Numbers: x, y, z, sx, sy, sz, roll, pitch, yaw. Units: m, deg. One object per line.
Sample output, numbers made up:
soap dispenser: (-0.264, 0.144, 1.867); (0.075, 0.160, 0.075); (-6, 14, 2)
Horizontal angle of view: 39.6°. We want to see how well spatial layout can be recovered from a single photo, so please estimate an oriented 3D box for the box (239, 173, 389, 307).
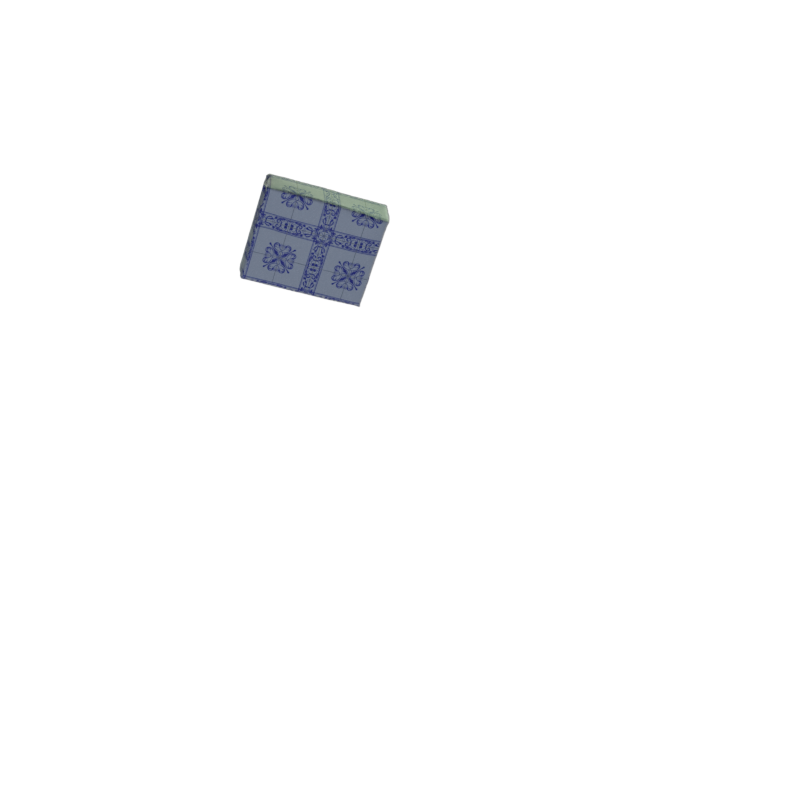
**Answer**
box: (-0.076, -0.138, 0.966); (0.112, 0.086, 0.041); (15, 25, -8)
